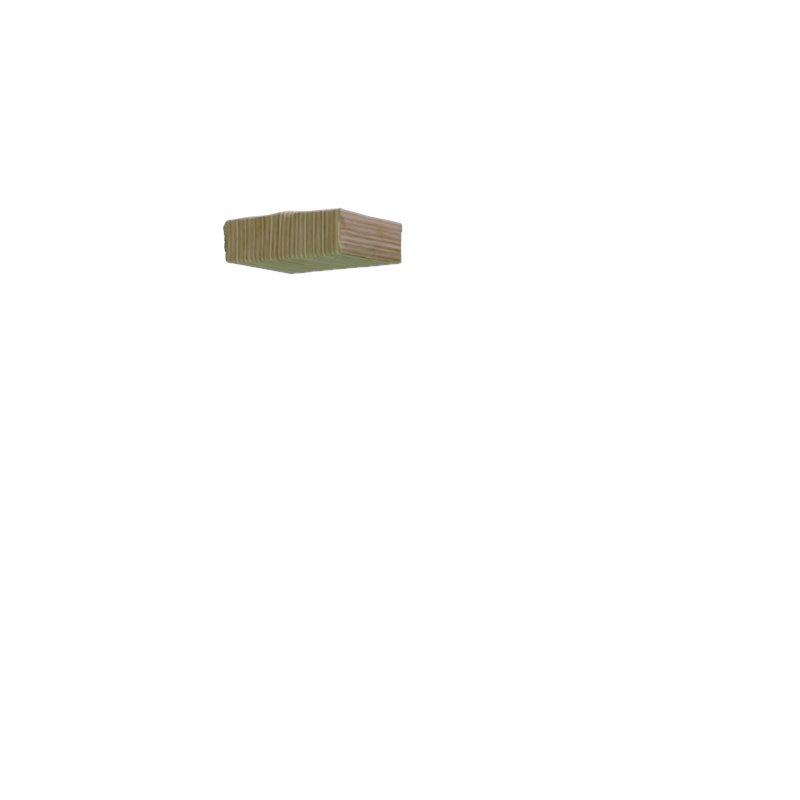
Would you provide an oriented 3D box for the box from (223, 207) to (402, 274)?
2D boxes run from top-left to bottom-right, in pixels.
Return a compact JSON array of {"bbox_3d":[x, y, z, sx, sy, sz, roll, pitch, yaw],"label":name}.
[{"bbox_3d":[-0.055,-0.099,0.695,0.092,0.030,0.070,0,-1,32],"label":"box"}]
